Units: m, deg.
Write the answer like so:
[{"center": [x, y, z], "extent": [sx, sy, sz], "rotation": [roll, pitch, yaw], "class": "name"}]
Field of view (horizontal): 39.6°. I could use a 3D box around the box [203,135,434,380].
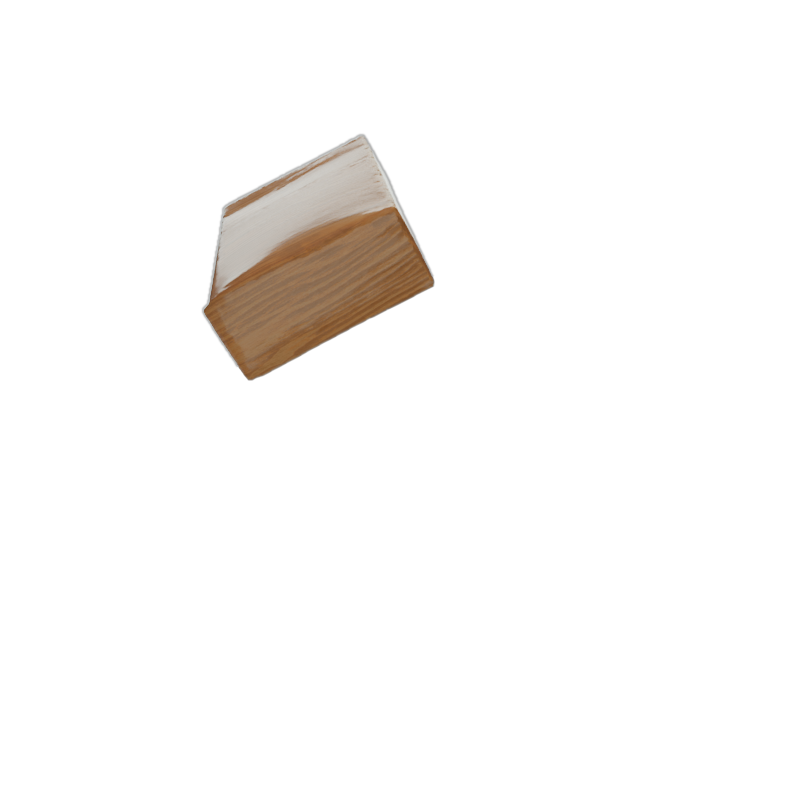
[{"center": [-0.042, -0.077, 0.544], "extent": [0.093, 0.046, 0.184], "rotation": [-26, 20, 6], "class": "box"}]
